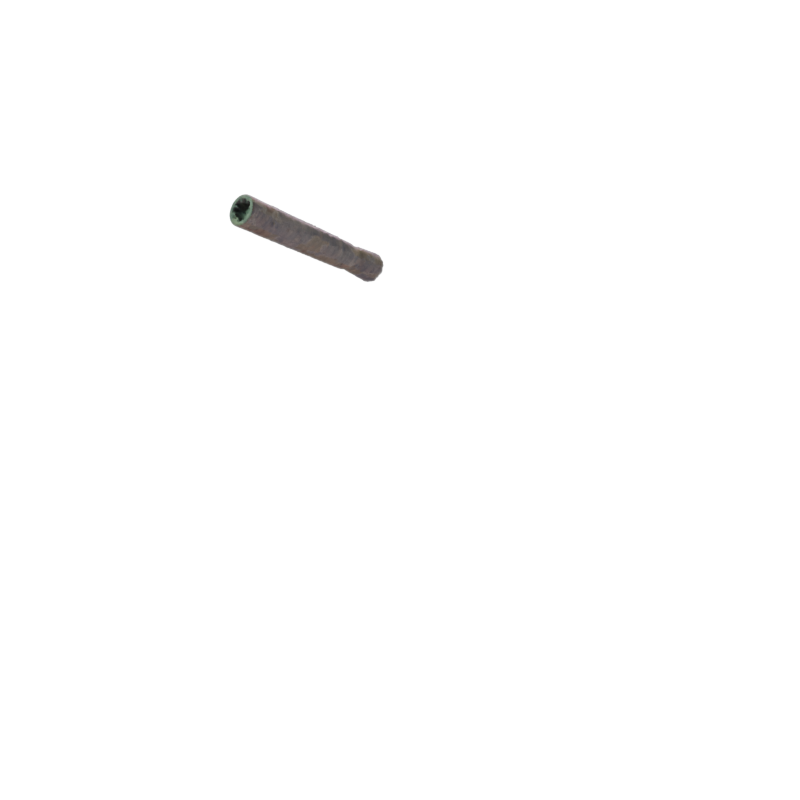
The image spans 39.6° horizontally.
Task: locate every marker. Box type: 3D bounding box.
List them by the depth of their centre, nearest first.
[{"bbox_3d":[-0.051,-0.093,0.652,0.021,0.020,0.114,4,-10,42],"label":"marker"}]
